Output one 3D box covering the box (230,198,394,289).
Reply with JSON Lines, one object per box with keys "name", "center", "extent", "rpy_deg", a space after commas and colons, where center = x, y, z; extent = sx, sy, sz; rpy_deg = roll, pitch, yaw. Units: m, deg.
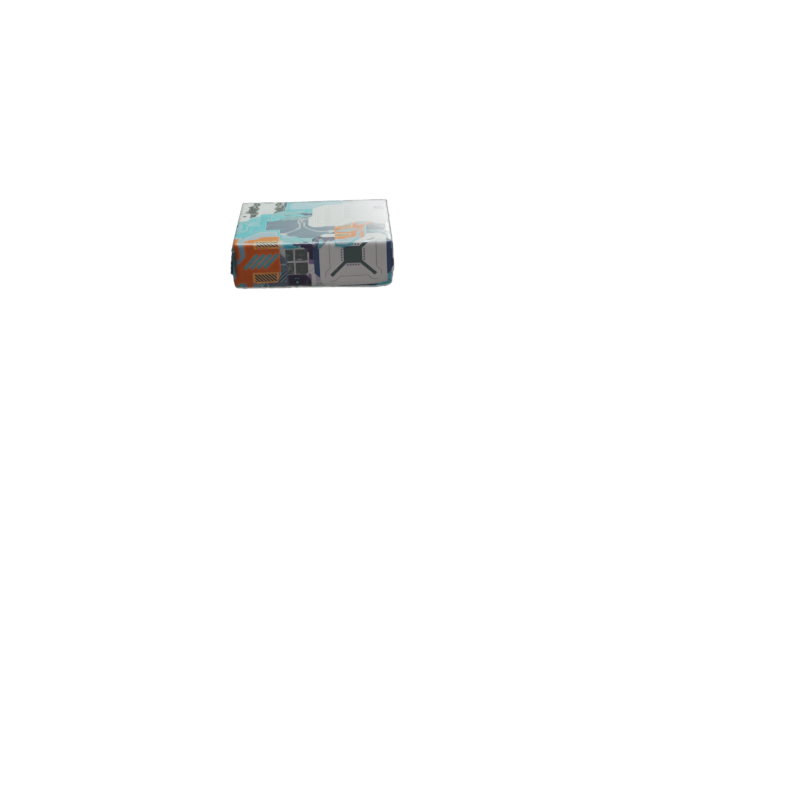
{"name": "box", "center": [-0.063, -0.114, 0.801], "extent": [0.113, 0.037, 0.095], "rpy_deg": [0, 28, -1]}
